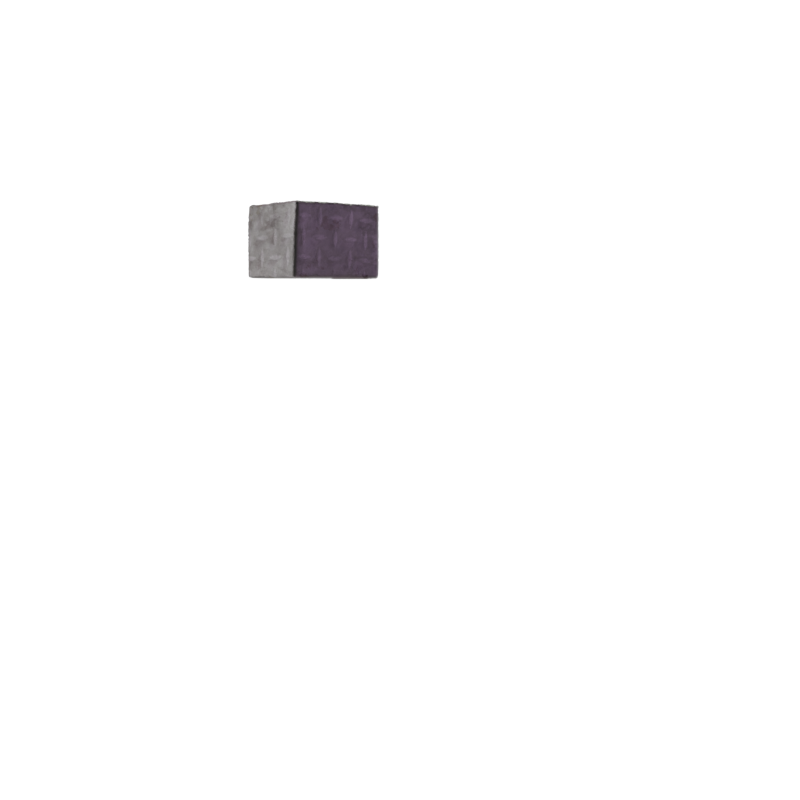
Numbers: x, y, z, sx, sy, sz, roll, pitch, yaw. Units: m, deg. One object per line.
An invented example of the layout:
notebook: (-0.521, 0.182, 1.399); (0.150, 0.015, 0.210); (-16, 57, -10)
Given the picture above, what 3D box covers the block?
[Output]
block: (-0.060, -0.109, 0.765); (0.075, 0.051, 0.055); (-3, 4, -43)
